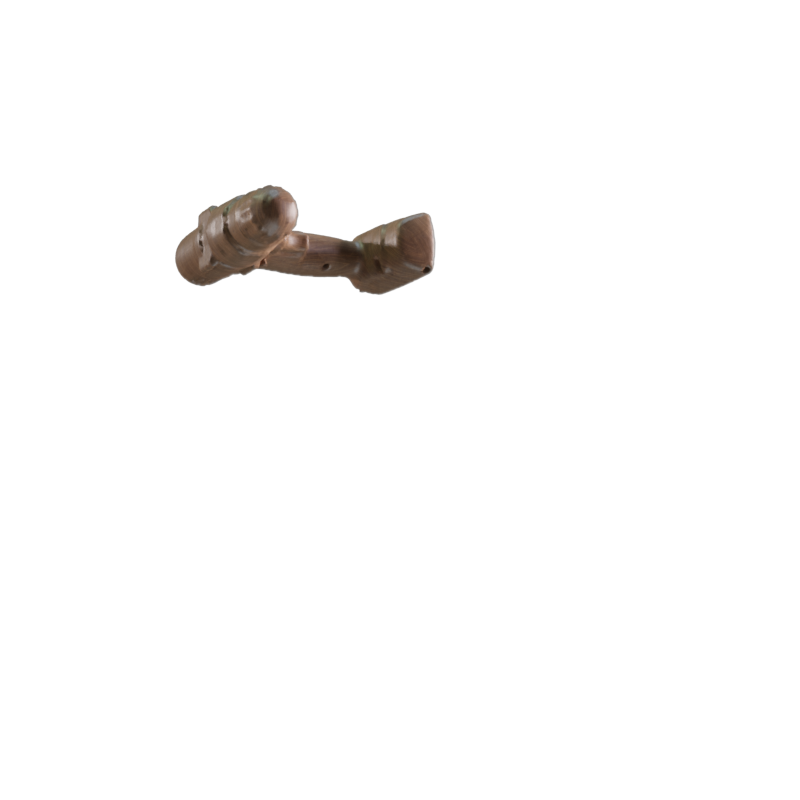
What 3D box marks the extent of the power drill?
[{"bbox_3d":[-0.070,-0.127,0.888,0.181,0.059,0.187,3,-7,-28],"label":"power drill"}]
